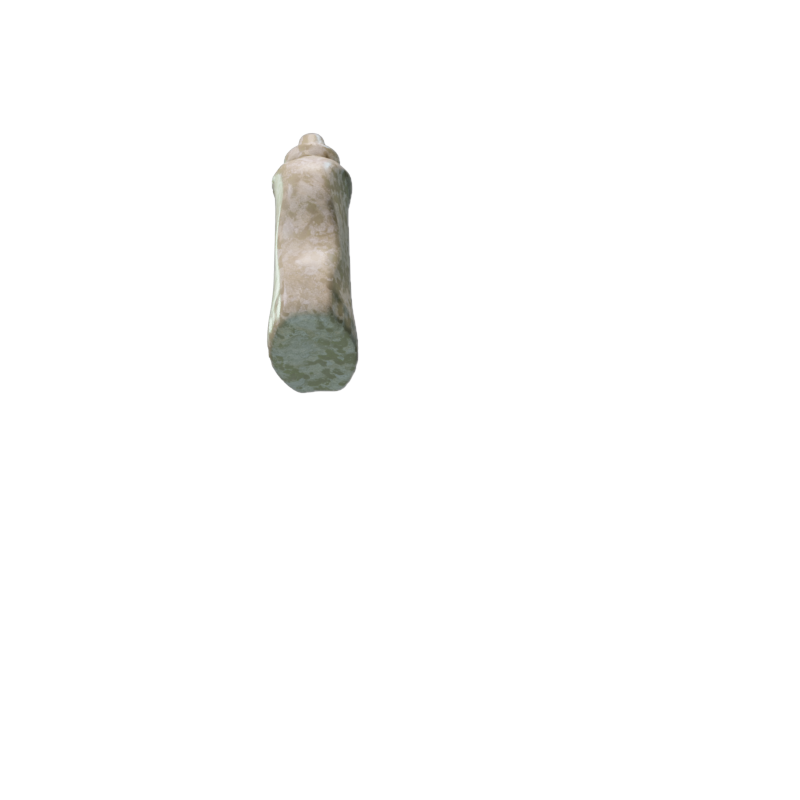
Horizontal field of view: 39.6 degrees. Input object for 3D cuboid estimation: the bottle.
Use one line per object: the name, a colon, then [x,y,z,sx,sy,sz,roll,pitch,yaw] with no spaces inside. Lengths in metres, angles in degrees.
bottle: [-0.060,-0.109,0.763,0.059,0.205,0.089,-5,-35,3]
